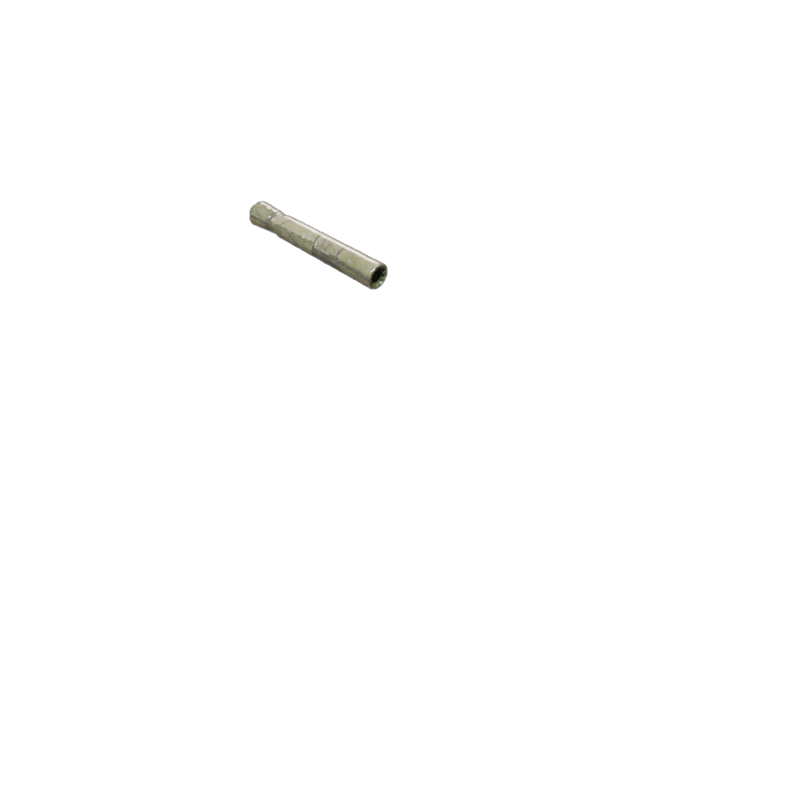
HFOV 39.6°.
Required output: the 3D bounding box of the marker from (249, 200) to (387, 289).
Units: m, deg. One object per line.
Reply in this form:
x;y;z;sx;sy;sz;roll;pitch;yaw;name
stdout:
-0.059;-0.108;0.753;0.129;0.019;0.019;32;22;34;marker
